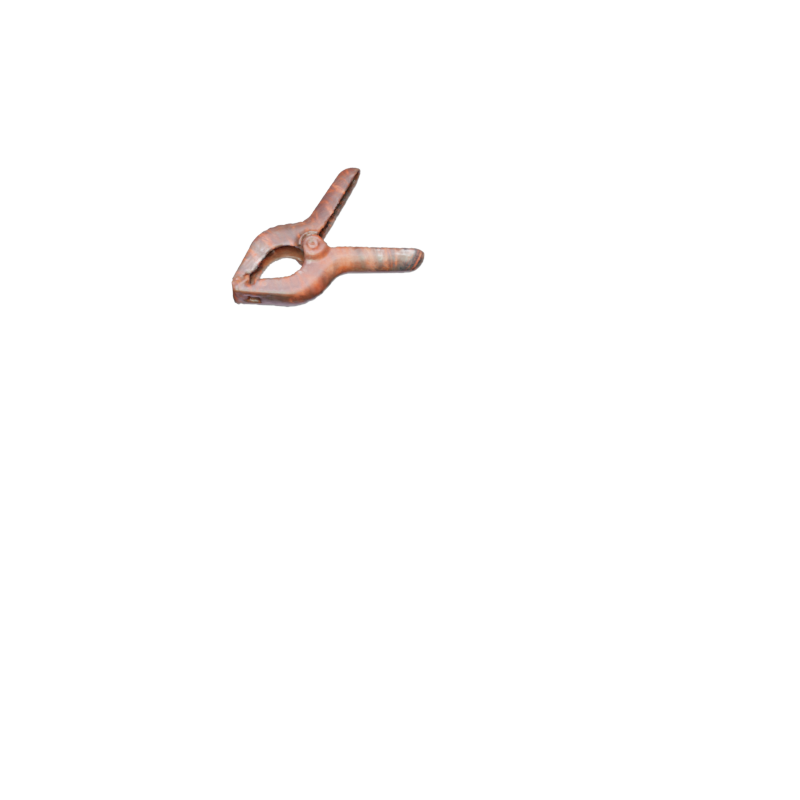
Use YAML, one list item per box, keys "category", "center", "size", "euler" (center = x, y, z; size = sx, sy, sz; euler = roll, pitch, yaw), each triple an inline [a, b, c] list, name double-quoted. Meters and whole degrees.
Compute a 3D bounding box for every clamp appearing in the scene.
- category: "clamp"
  center: [-0.078, -0.142, 0.994]
  size: [0.170, 0.129, 0.037]
  euler: [-20, -33, -14]
